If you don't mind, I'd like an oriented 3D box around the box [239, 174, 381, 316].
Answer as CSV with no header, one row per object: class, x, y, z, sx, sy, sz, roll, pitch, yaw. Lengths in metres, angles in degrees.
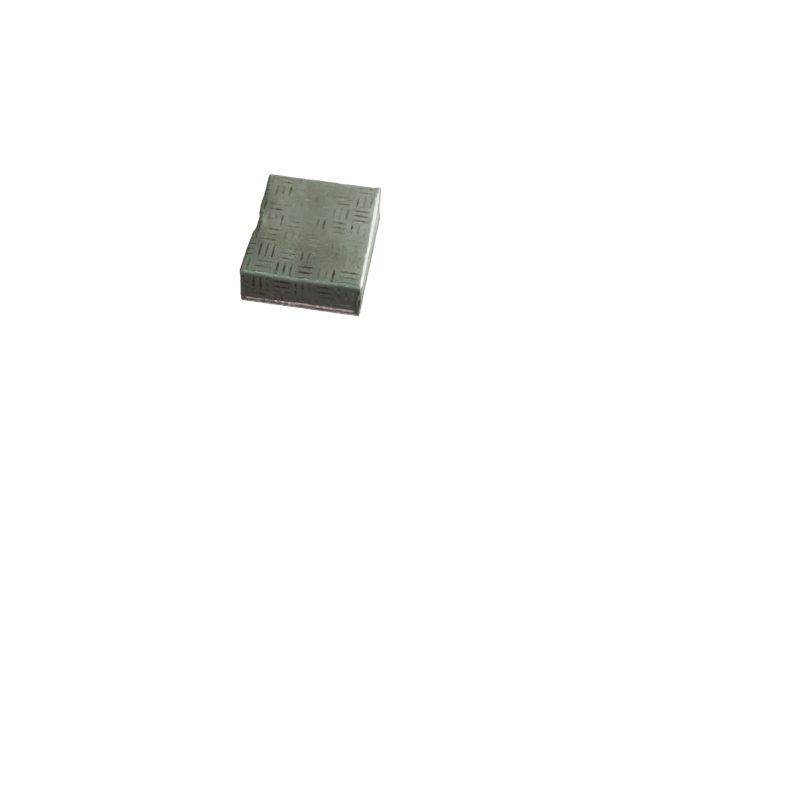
box,-0.053,-0.097,0.681,0.074,0.095,0.028,7,-39,5
